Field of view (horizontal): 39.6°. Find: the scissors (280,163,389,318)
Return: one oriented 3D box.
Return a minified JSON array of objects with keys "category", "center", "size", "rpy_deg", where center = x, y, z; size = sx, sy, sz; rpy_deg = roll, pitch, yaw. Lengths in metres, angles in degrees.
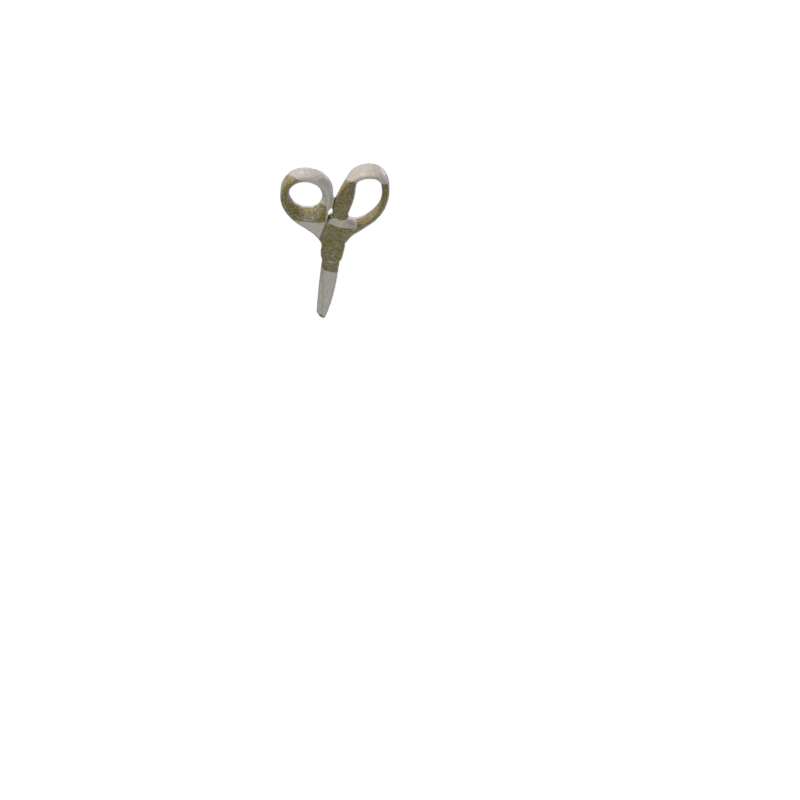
[{"category":"scissors","center":[-0.073,-0.134,0.938],"size":[0.093,0.017,0.194],"rpy_deg":[14,-37,-20]}]
